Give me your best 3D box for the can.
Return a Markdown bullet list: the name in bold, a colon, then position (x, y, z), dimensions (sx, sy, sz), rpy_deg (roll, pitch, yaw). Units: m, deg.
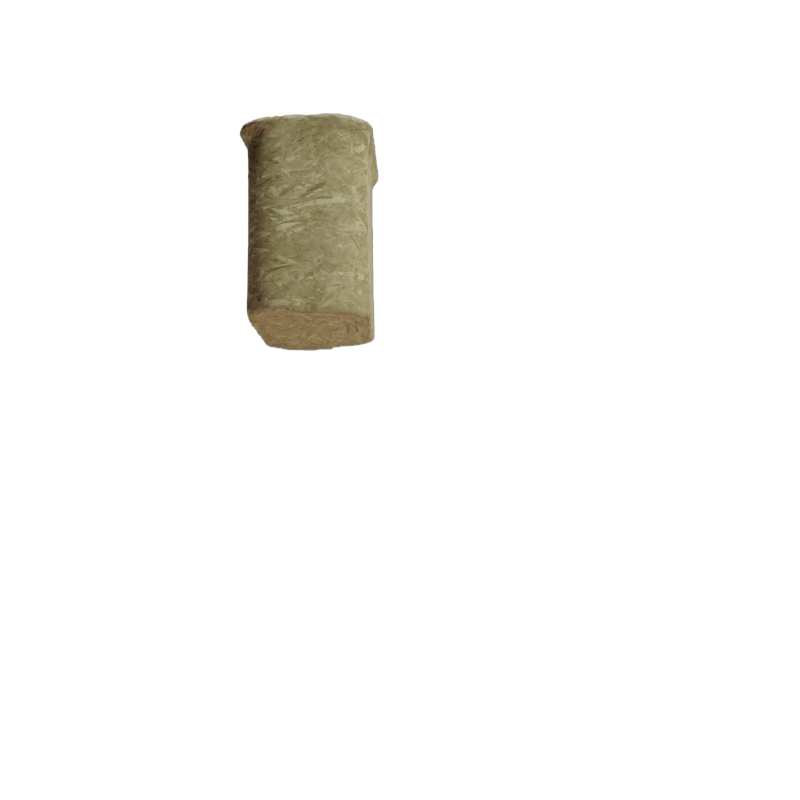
- **can**: position (-0.039, -0.071, 0.497), dimensions (0.058, 0.086, 0.099), rpy_deg (-1, -10, 2)
